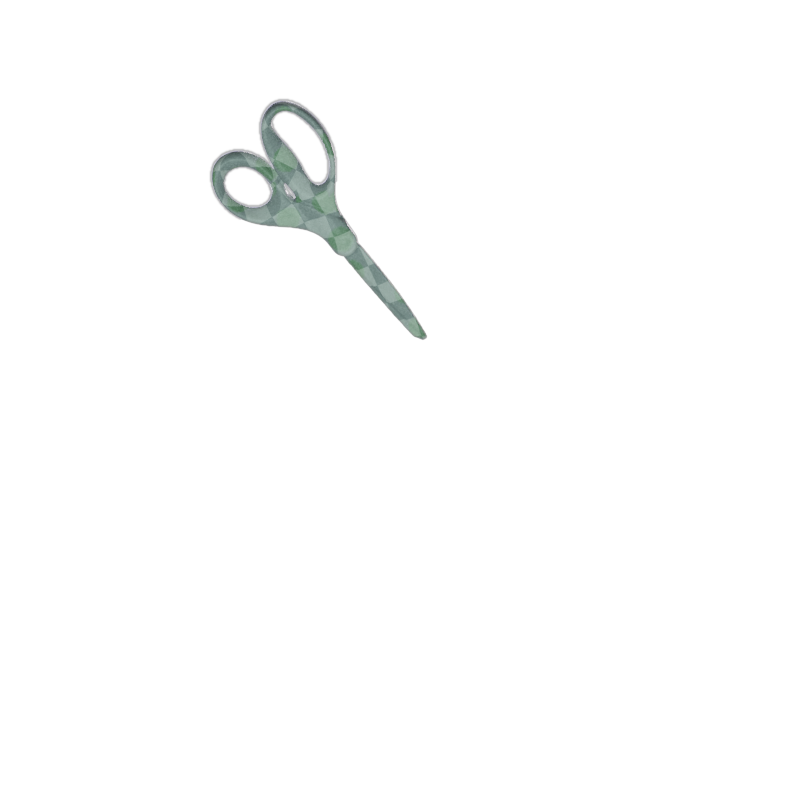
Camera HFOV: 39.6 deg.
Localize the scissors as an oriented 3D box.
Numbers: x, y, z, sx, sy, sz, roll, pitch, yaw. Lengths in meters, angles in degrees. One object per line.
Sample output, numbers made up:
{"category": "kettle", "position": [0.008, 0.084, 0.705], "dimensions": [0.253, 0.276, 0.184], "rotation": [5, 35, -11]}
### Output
{"category": "scissors", "position": [-0.061, -0.111, 0.775], "dimensions": [0.096, 0.191, 0.016], "rotation": [-20, 20, 8]}
